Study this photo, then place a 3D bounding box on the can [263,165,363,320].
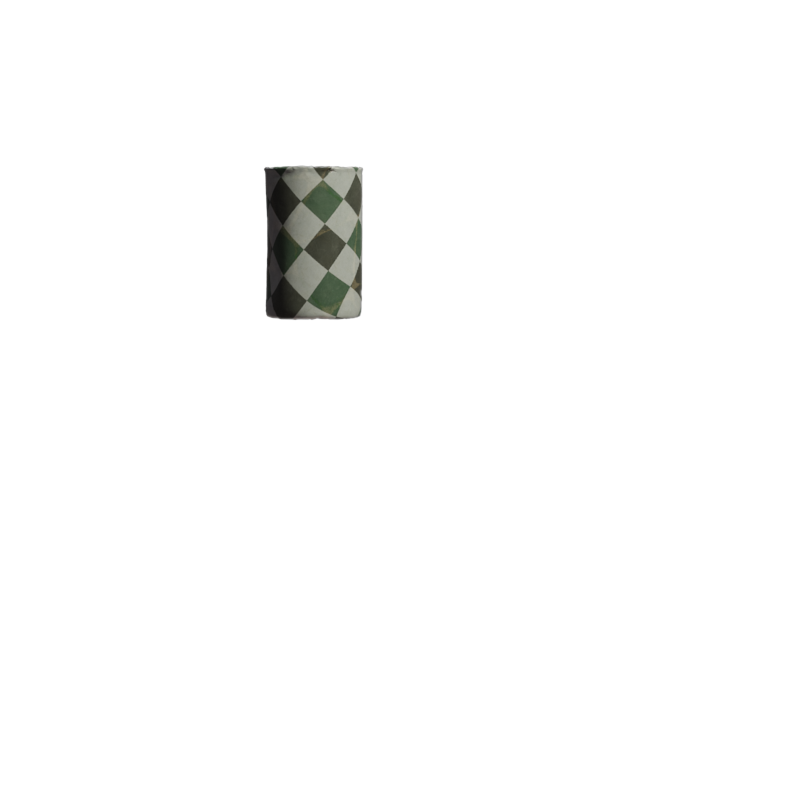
[{"bbox_3d":[-0.059,-0.108,0.759,0.068,0.102,0.069,0,4,-2],"label":"can"}]
